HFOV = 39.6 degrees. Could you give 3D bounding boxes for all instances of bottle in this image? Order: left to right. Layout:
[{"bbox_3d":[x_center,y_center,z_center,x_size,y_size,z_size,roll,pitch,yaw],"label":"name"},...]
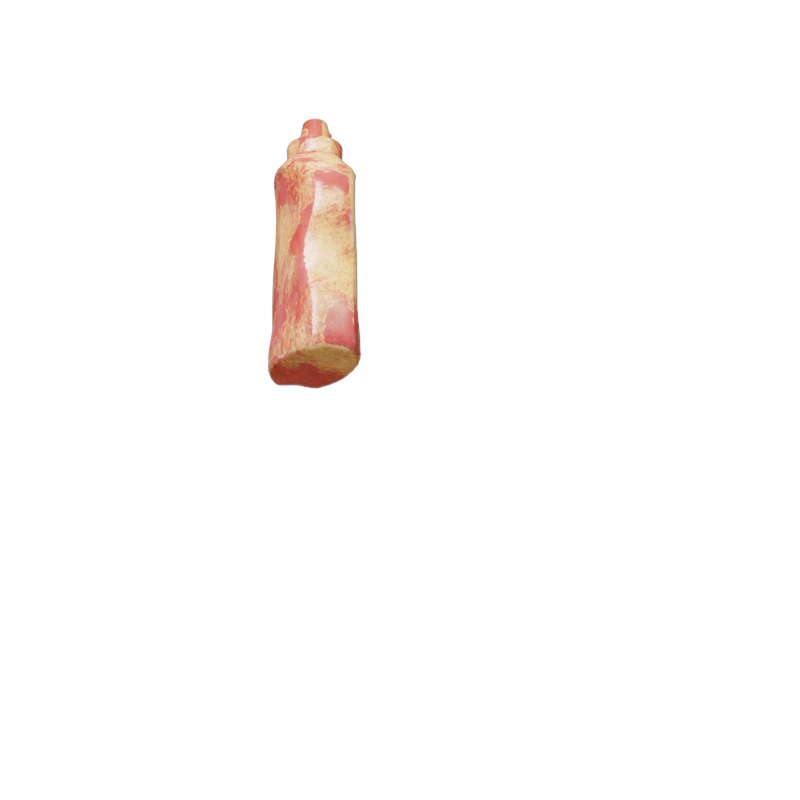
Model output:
[{"bbox_3d":[-0.061,-0.112,0.782,0.057,0.202,0.093,5,-23,-17],"label":"bottle"}]
